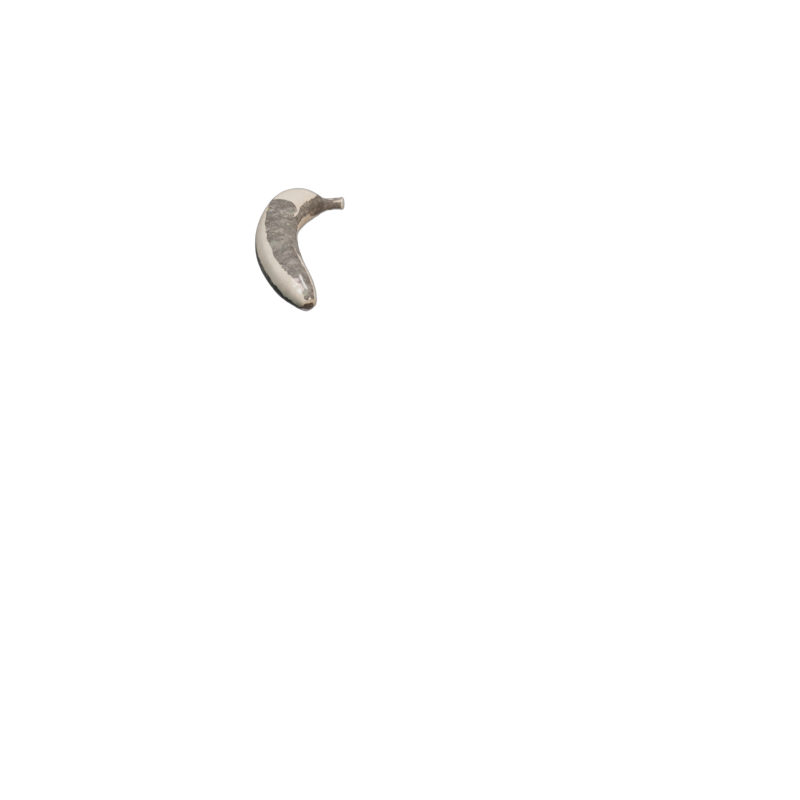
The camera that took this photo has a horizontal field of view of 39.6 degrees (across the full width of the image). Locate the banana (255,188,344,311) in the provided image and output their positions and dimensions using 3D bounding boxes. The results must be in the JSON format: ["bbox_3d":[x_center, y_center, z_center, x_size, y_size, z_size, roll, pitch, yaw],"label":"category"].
[{"bbox_3d":[-0.094,-0.142,0.975,0.070,0.034,0.209,3,36,4],"label":"banana"}]
